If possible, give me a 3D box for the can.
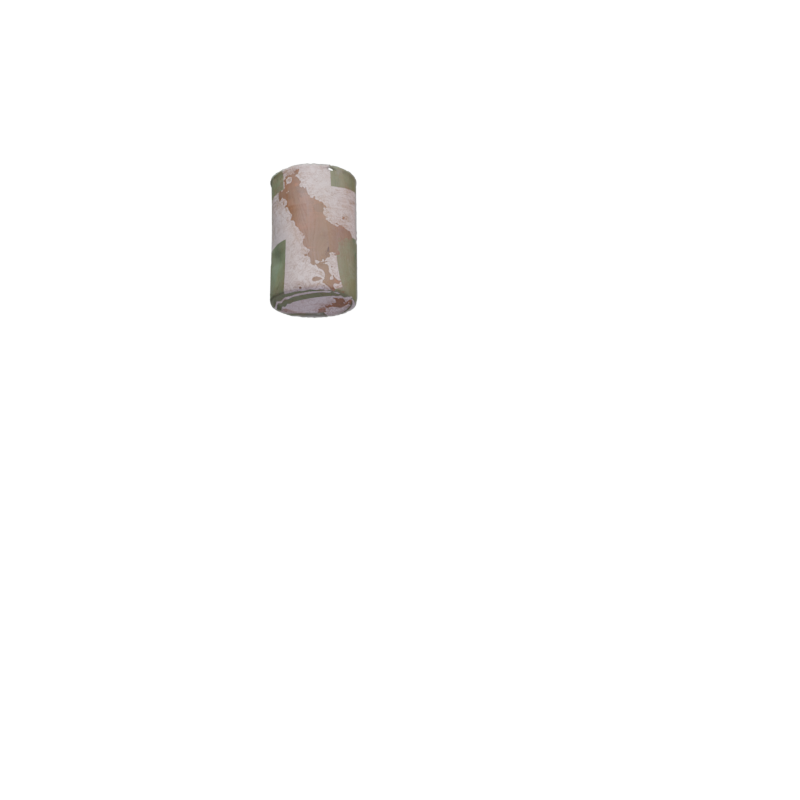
[{"bbox_3d":[-0.067,-0.122,0.852,0.068,0.107,0.065,0,-20,-2],"label":"can"}]
